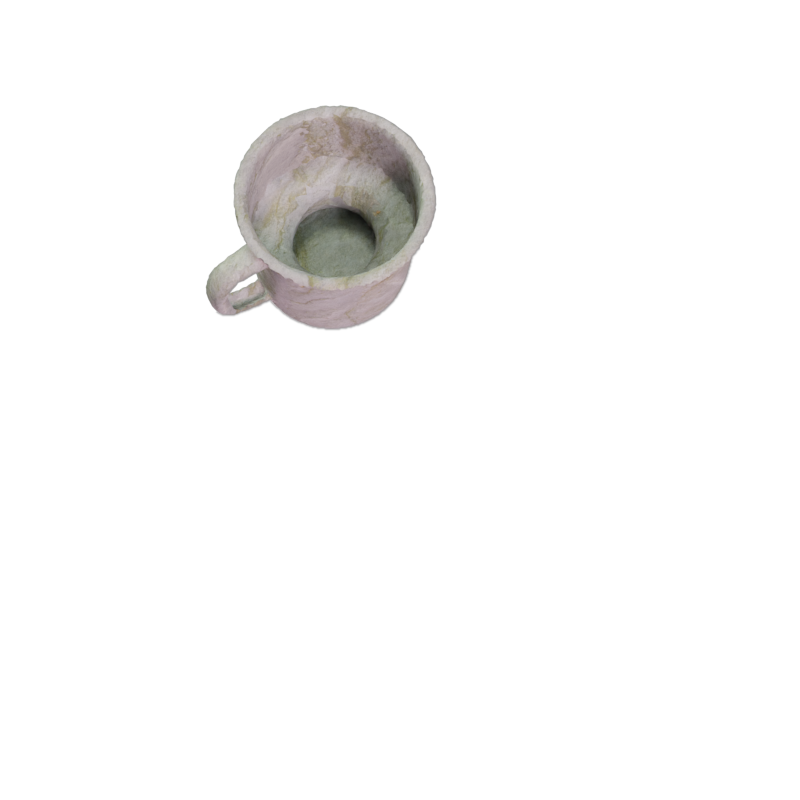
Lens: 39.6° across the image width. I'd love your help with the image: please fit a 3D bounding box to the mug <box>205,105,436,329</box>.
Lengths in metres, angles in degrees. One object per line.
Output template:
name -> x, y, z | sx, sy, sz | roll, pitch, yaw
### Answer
mug -> -0.042, -0.077, 0.541 | 0.117, 0.097, 0.078 | -36, -14, -13
